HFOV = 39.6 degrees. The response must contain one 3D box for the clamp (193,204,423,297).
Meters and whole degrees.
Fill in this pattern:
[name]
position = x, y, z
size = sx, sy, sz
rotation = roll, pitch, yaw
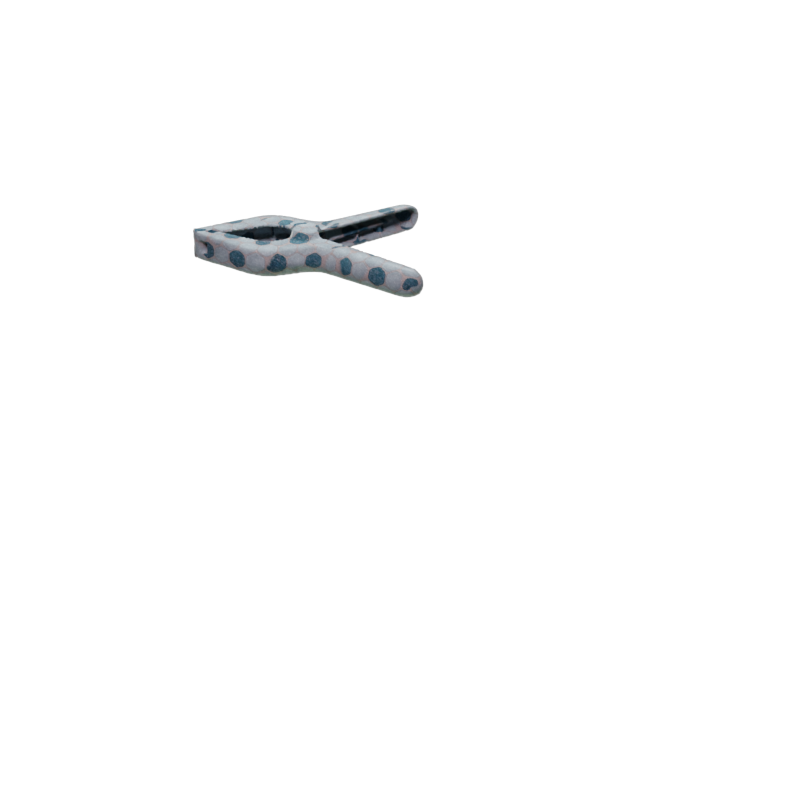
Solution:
[clamp]
position = -0.078, -0.142, 0.995
size = 0.213, 0.034, 0.172
rotation = 4, 29, 8
